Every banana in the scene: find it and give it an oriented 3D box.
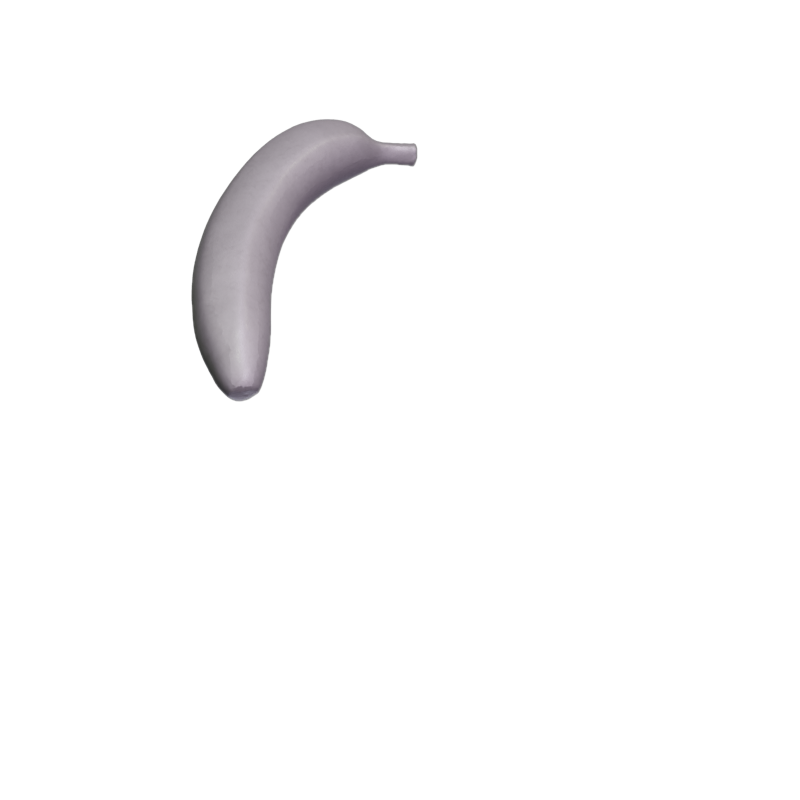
[{"bbox_3d":[-0.056,-0.083,0.527,0.072,0.034,0.206,16,48,15],"label":"banana"}]
